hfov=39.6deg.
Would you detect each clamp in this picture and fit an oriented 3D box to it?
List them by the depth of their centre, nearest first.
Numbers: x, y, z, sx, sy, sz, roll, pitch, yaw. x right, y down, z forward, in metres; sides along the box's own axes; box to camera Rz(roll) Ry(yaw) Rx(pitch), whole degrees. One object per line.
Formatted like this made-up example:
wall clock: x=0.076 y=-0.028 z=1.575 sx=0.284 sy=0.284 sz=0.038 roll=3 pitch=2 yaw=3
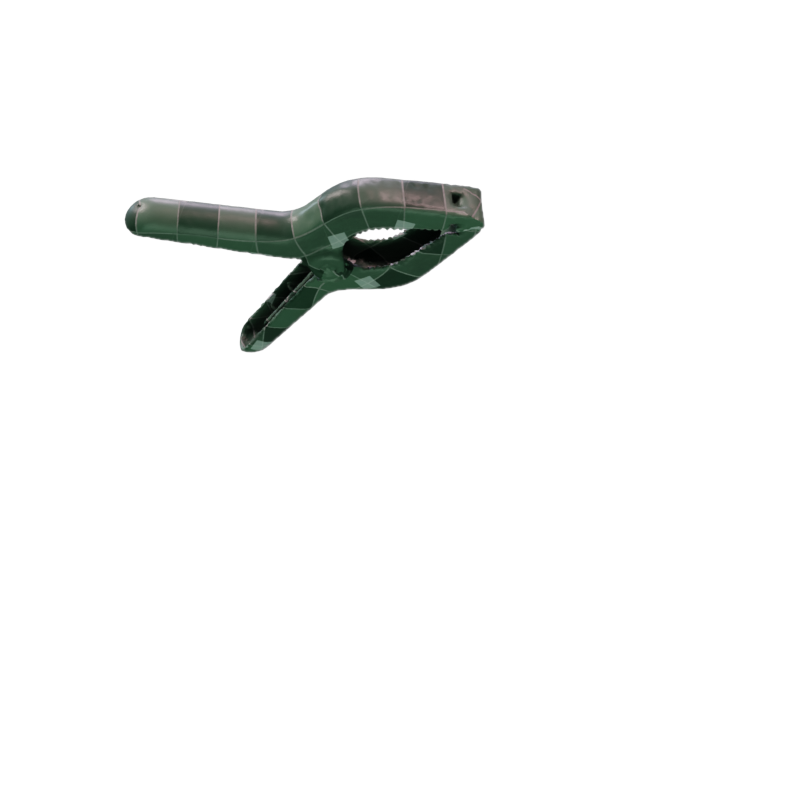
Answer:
clamp: x=-0.054 y=-0.098 z=0.690 sx=0.212 sy=0.039 sz=0.152 roll=-16 pitch=-34 yaw=25
